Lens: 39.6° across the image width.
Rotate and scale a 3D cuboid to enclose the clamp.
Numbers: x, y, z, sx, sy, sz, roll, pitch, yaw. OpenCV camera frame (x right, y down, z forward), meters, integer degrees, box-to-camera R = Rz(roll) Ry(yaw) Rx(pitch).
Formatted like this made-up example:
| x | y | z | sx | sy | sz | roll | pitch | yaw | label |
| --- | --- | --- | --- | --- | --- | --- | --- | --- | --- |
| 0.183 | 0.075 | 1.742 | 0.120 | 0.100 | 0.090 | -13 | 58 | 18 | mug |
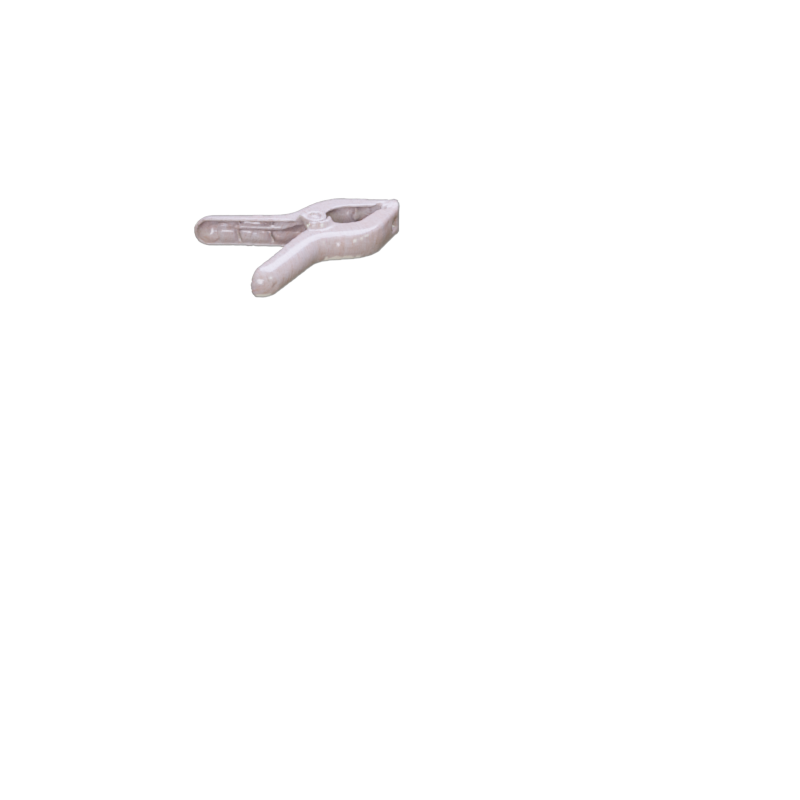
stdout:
| x | y | z | sx | sy | sz | roll | pitch | yaw | label |
| --- | --- | --- | --- | --- | --- | --- | --- | --- | --- |
| -0.070 | -0.128 | 0.896 | 0.169 | 0.037 | 0.130 | -14 | 41 | -17 | clamp |
